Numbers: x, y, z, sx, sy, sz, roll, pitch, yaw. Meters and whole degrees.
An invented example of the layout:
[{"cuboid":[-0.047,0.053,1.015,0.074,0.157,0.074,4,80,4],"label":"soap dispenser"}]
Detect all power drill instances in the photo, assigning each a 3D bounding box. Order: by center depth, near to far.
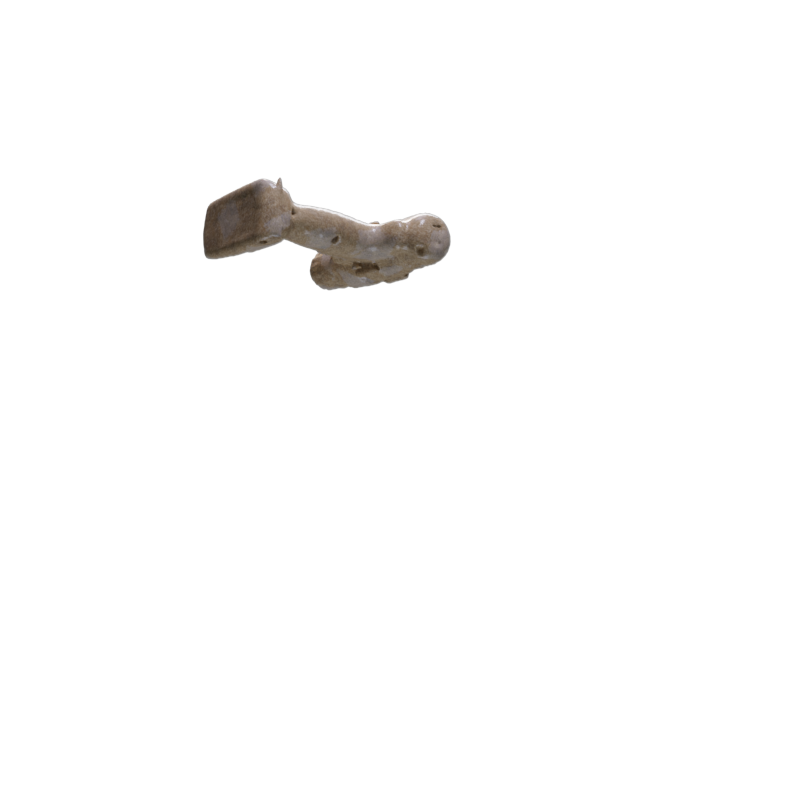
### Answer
[{"cuboid":[-0.078,-0.141,0.990,0.179,0.059,0.187,6,-11,-36],"label":"power drill"}]
